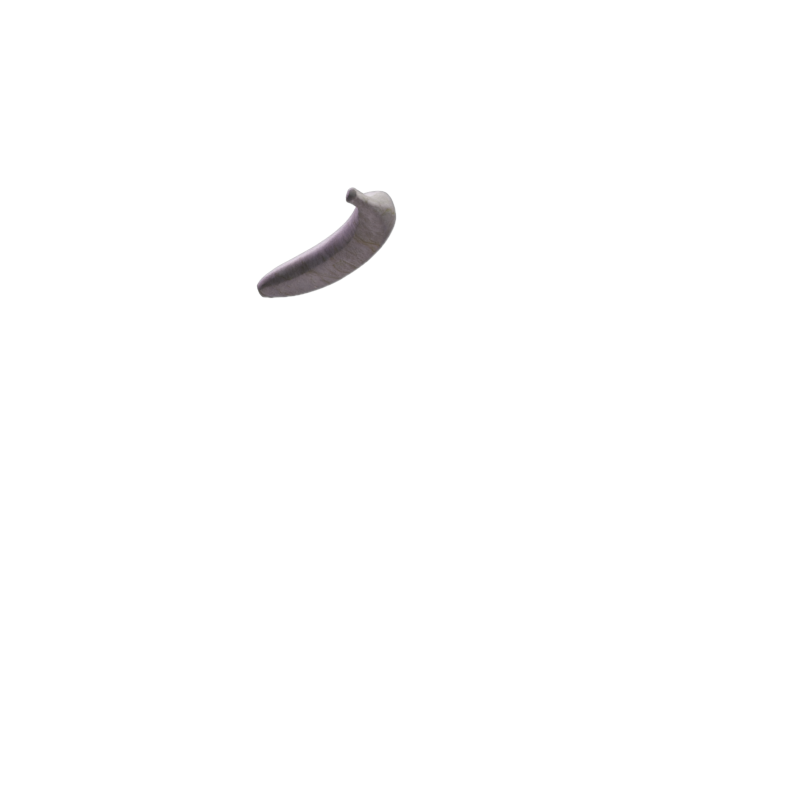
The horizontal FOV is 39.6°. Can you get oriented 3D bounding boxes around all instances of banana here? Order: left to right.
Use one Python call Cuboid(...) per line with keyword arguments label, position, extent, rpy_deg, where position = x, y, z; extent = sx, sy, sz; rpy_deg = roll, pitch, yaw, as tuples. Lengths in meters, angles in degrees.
Cuboid(label="banana", position=(-0.055, -0.132, 0.935), extent=(0.067, 0.039, 0.194), rpy_deg=(12, -26, -26))
